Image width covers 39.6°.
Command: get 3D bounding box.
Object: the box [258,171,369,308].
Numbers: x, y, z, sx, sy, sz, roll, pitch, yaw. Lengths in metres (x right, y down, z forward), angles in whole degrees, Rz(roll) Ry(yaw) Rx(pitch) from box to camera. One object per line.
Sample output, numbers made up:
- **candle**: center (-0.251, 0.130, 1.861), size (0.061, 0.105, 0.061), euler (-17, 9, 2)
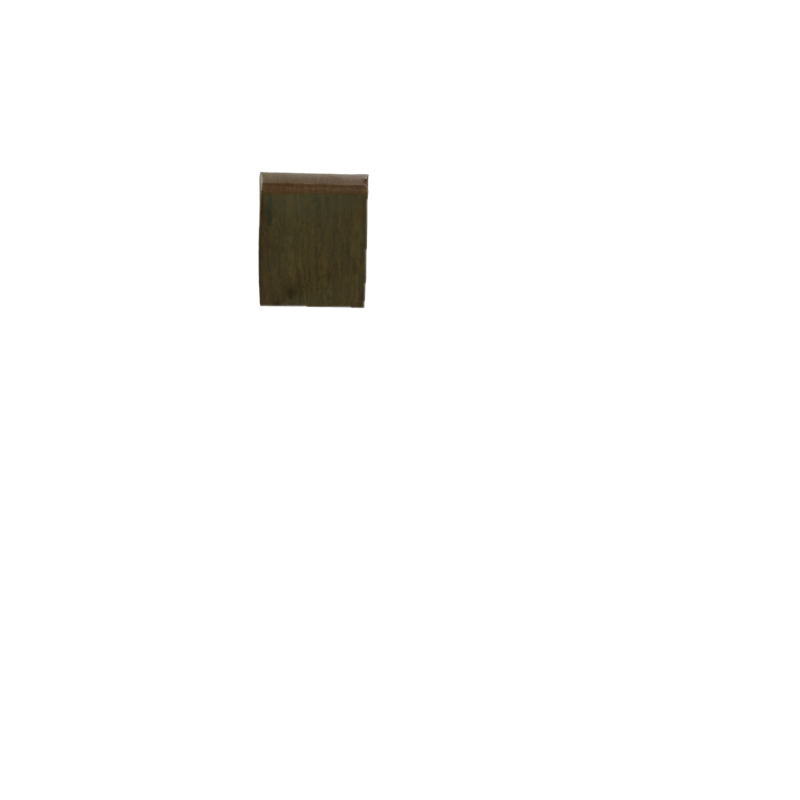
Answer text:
- **box**: center (-0.071, -0.130, 0.911), size (0.090, 0.106, 0.041), euler (2, 34, -2)
